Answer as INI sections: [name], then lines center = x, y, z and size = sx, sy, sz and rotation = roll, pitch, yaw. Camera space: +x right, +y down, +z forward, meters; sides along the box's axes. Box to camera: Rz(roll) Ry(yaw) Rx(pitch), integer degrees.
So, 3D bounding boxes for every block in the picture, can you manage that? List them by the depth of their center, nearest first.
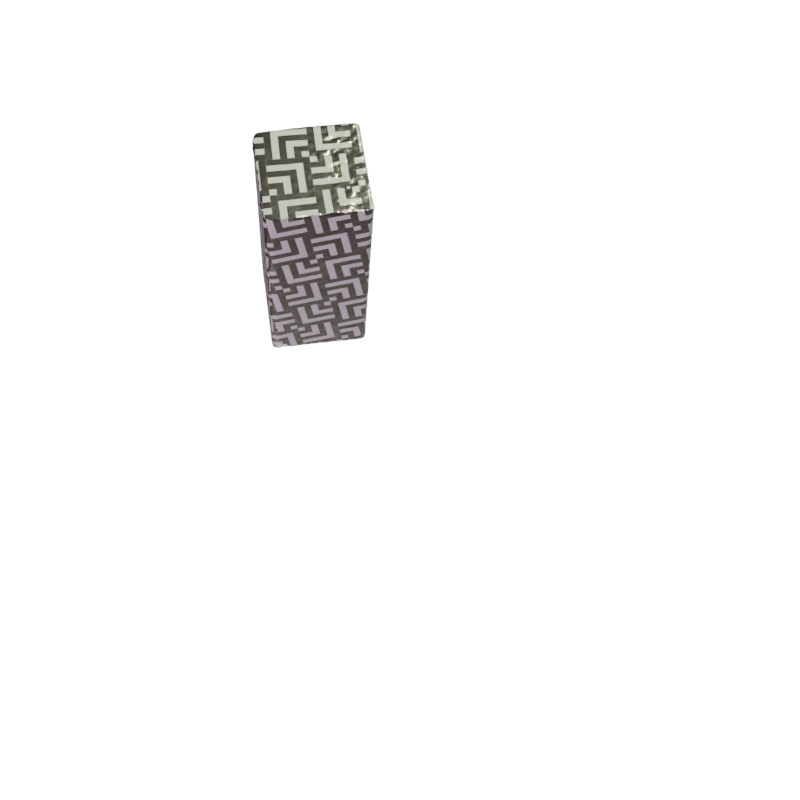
[block]
center = -0.076, -0.138, 0.967
size = 0.090, 0.097, 0.194
rotation = -6, -28, -7
